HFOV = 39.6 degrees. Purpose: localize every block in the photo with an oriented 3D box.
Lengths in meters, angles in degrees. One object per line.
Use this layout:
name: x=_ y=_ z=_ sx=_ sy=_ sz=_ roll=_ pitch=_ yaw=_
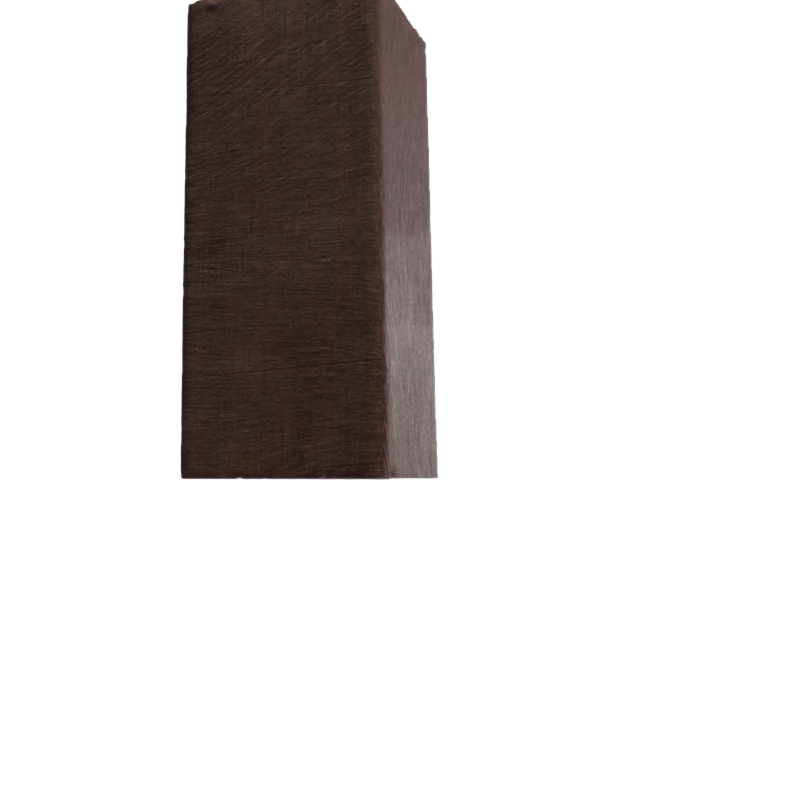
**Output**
block: x=-0.039 y=-0.071 z=0.493 sx=0.092 sy=0.212 sz=0.086 roll=-4 pitch=-11 yaw=17
